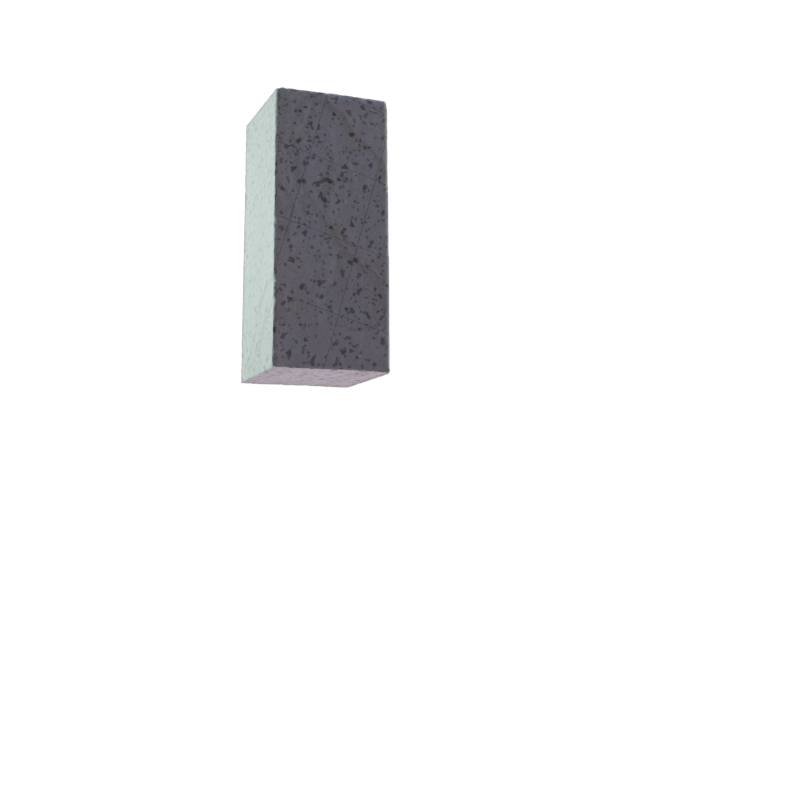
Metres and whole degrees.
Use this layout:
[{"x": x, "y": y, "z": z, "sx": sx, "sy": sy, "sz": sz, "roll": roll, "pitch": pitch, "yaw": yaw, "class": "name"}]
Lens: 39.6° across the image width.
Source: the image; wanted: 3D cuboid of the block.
[{"x": -0.065, "y": -0.119, "z": 0.836, "sx": 0.088, "sy": 0.213, "sz": 0.090, "roll": 4, "pitch": -14, "yaw": -21, "class": "block"}]
